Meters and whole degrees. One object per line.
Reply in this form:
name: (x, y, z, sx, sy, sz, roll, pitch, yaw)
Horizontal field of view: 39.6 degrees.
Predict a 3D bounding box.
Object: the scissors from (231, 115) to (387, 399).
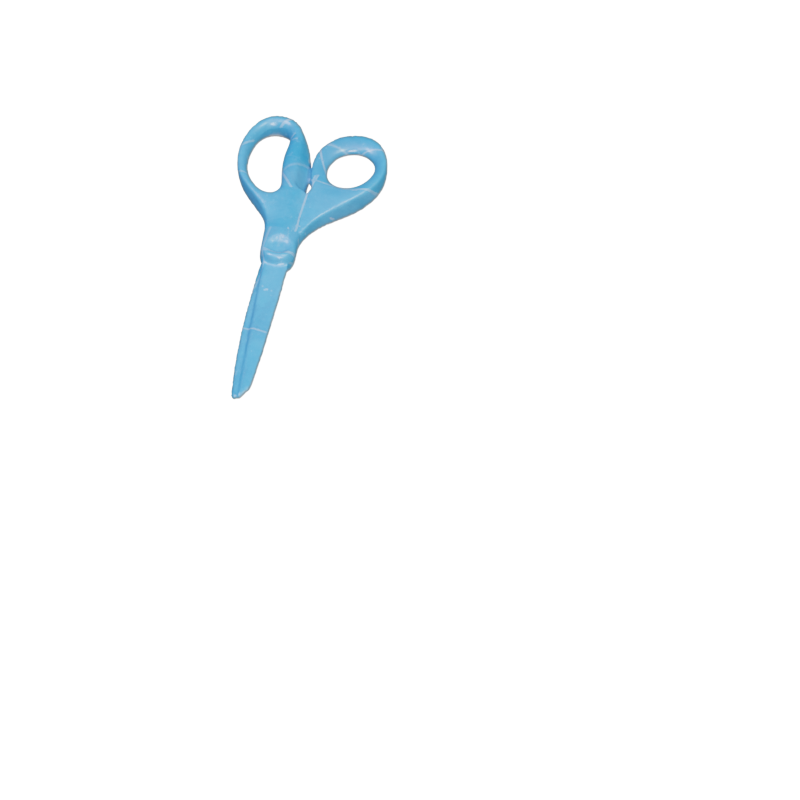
scissors: (-0.047, -0.086, 0.603, 0.096, 0.217, 0.015, -5, -40, -5)
